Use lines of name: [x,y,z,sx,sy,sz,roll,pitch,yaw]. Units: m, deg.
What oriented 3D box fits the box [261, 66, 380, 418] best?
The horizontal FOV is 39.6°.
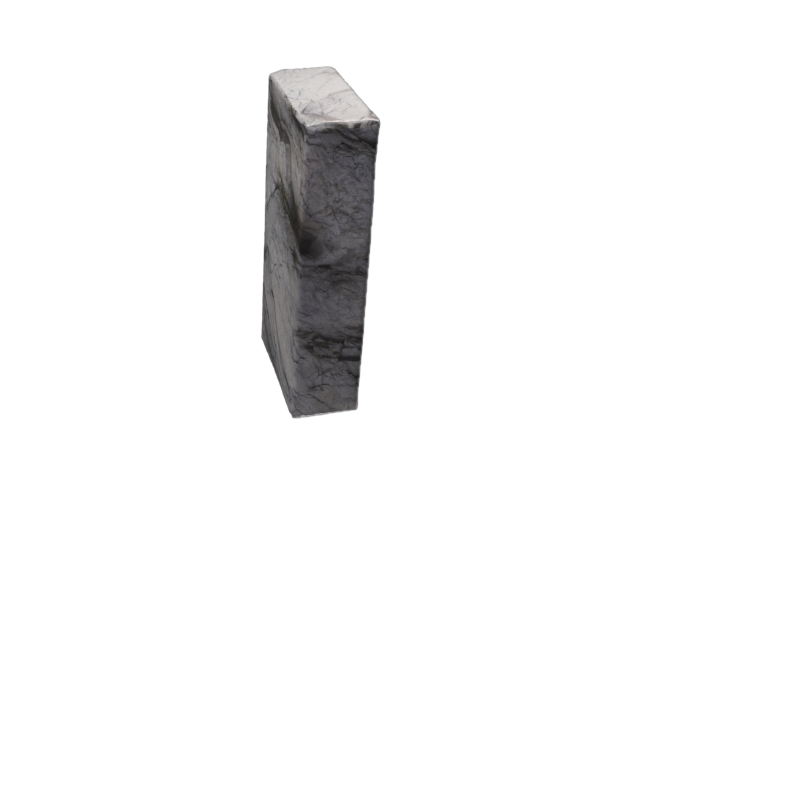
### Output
box: [-0.049,-0.089,0.621,0.047,0.166,0.100,-7,30,-16]
